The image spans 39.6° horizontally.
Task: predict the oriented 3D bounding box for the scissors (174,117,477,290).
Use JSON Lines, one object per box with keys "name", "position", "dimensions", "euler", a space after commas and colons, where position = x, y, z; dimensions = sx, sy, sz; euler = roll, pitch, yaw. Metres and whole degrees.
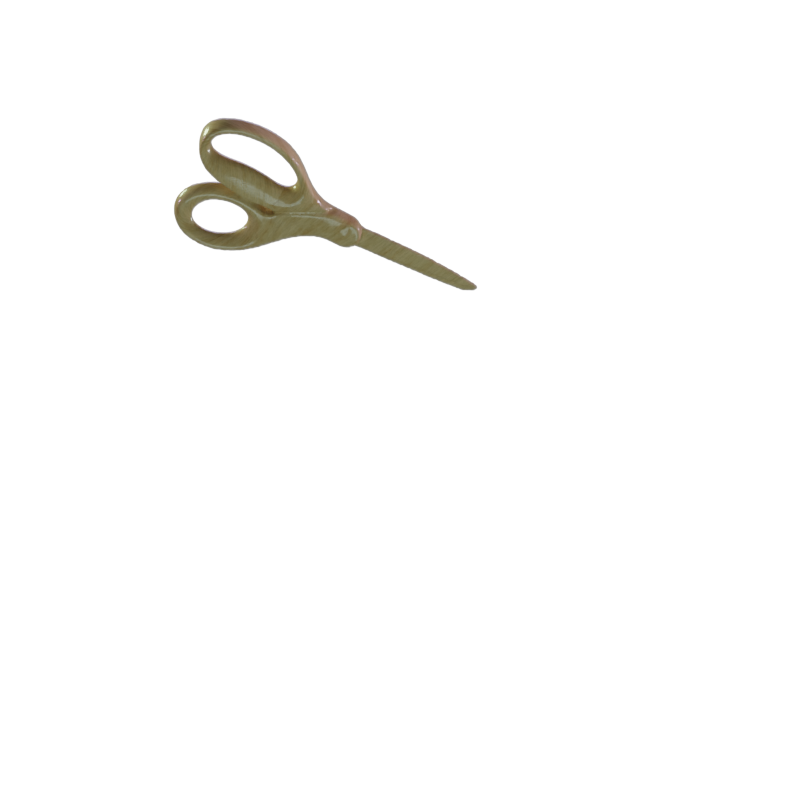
{"name": "scissors", "position": [-0.054, -0.098, 0.685], "dimensions": [0.190, 0.017, 0.095], "euler": [37, -59, -27]}
